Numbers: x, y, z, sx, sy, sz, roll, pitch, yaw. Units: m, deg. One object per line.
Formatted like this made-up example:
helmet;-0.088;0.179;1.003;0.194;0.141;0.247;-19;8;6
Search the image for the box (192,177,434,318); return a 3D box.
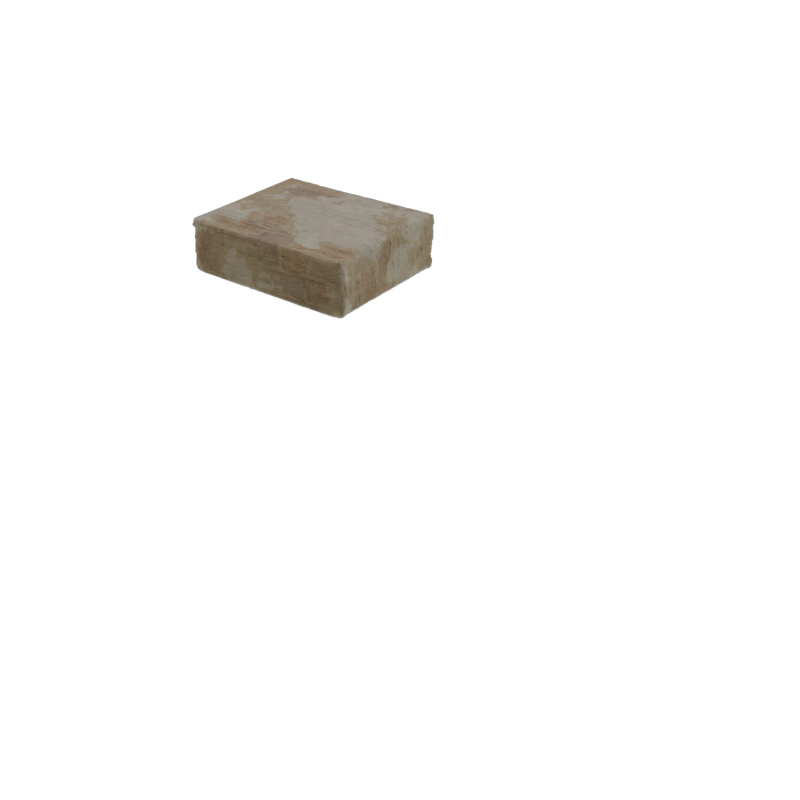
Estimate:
box;-0.051;-0.093;0.649;0.120;0.037;0.090;22;36;32
